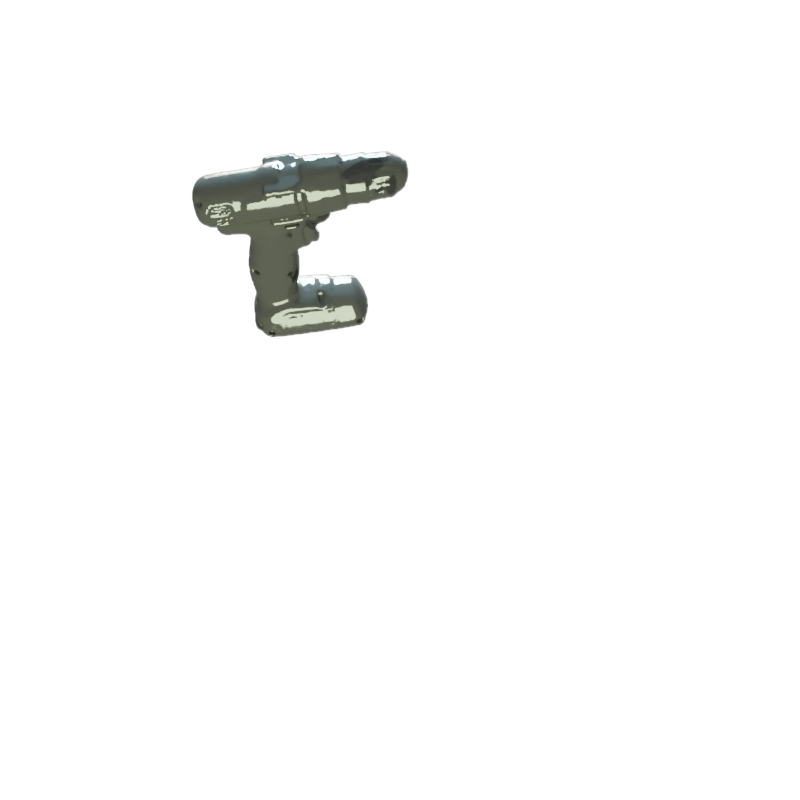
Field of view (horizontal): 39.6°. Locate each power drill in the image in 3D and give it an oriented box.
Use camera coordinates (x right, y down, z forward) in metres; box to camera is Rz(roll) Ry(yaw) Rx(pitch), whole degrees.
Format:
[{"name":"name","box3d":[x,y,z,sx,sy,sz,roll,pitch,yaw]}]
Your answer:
[{"name":"power drill","box3d":[-0.077,-0.141,0.988,0.185,0.062,0.173,-6,-42,6]}]
